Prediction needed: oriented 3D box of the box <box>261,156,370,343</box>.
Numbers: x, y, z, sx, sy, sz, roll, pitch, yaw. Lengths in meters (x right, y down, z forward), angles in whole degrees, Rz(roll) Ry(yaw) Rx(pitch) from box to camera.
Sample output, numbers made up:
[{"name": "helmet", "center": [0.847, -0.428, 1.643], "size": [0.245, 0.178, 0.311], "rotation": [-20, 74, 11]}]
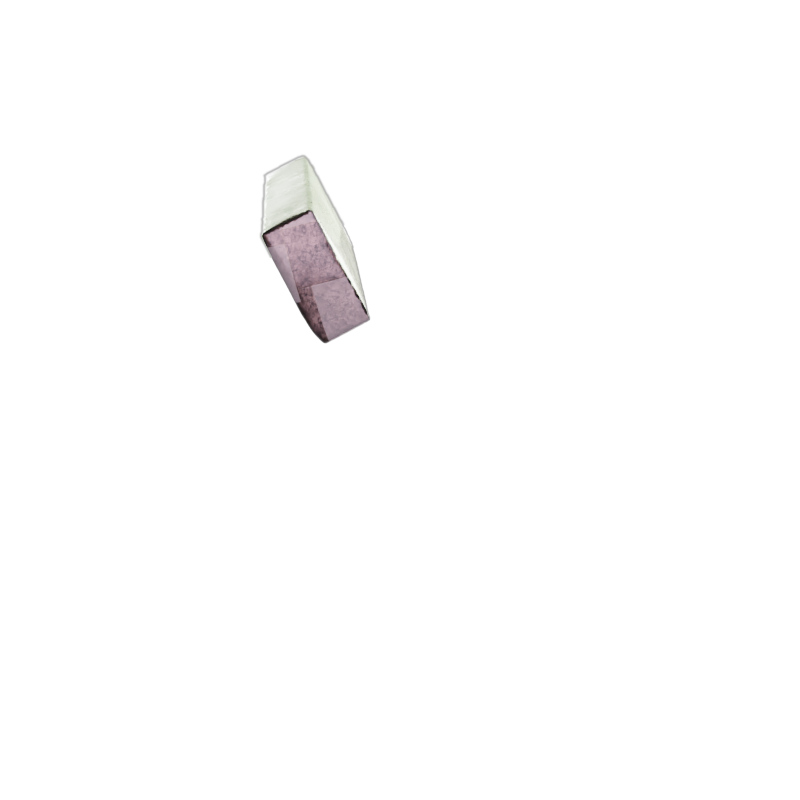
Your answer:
[{"name": "box", "center": [-0.065, -0.120, 0.839], "size": [0.048, 0.089, 0.185], "rotation": [-25, 23, 8]}]
